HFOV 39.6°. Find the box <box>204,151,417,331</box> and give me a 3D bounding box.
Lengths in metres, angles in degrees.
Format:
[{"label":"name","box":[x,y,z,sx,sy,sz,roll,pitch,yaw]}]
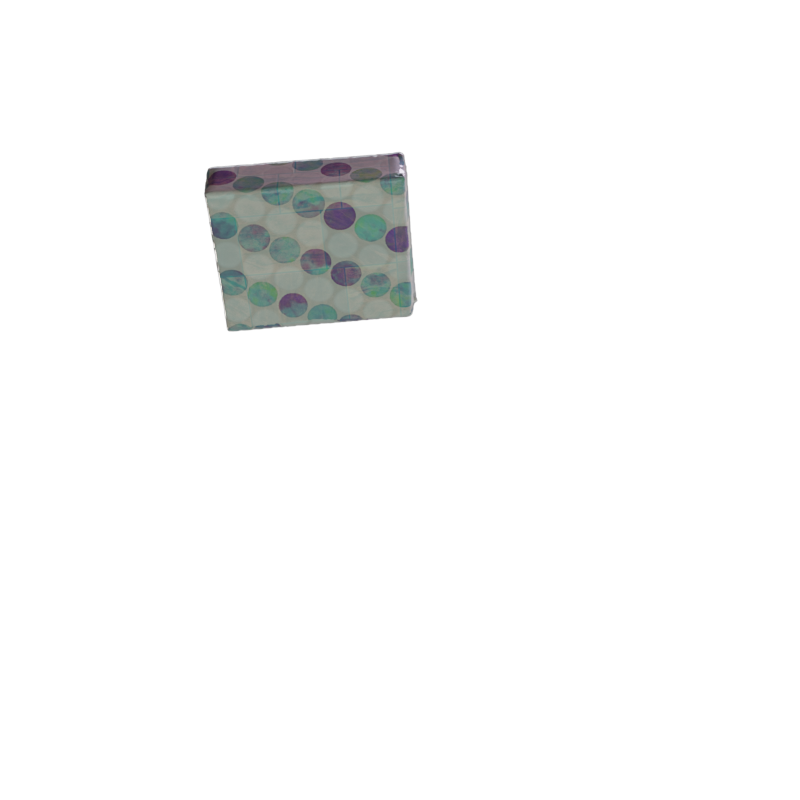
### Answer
[{"label":"box","box":[-0.039,-0.072,0.502,0.089,0.068,0.032,-4,33,2]}]
